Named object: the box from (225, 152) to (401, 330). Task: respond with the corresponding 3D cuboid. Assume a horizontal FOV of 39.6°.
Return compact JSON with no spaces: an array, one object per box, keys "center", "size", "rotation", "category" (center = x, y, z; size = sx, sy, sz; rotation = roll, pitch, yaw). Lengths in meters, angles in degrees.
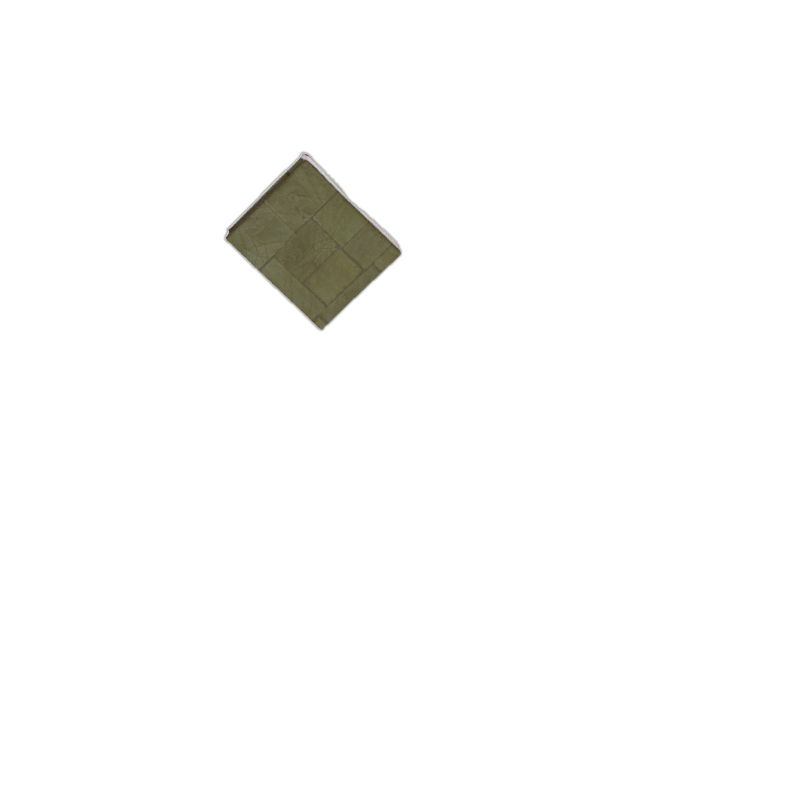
[{"center":[-0.056,-0.101,0.709],"size":[0.087,0.073,0.031],"rotation":[44,9,-10],"category":"box"}]
